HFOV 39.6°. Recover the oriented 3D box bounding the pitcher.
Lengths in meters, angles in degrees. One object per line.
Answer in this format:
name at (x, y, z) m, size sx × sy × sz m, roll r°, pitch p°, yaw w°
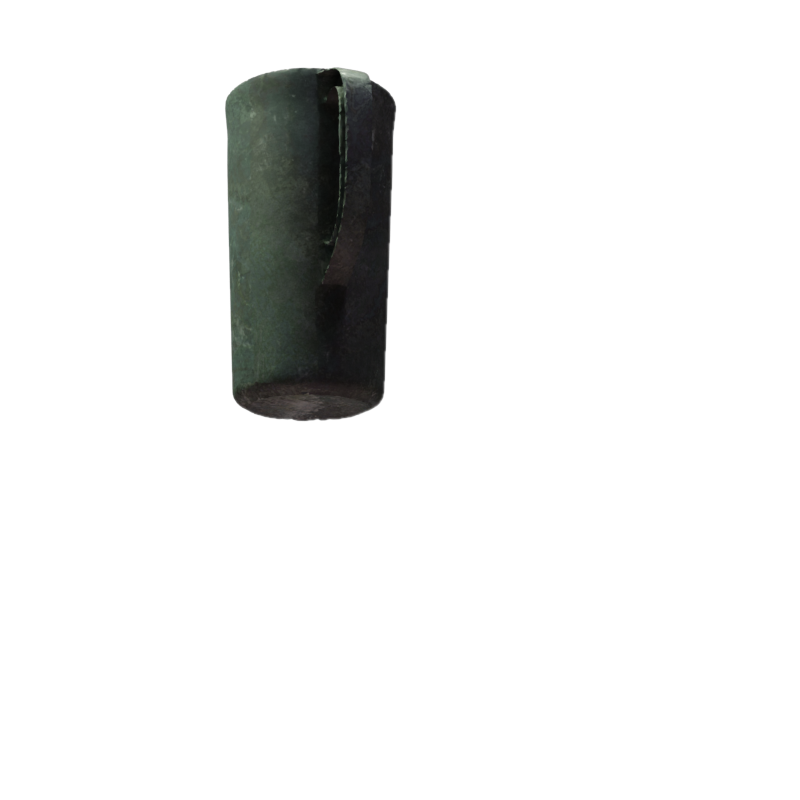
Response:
pitcher at (-0.064, -0.116, 0.813) m, size 0.148 × 0.254 × 0.140 m, roll -8°, pitch -20°, yaw 21°
